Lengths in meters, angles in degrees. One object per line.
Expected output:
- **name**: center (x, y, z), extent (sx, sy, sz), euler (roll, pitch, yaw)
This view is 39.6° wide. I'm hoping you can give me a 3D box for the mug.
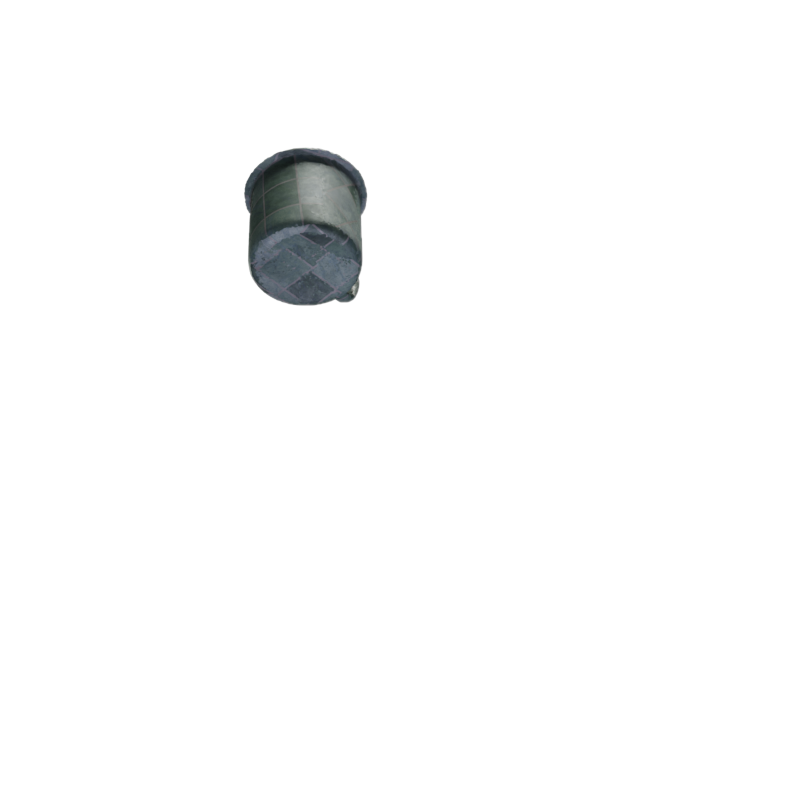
- **mug**: center (-0.064, -0.117, 0.816), extent (0.094, 0.087, 0.108), euler (-20, -47, 18)
